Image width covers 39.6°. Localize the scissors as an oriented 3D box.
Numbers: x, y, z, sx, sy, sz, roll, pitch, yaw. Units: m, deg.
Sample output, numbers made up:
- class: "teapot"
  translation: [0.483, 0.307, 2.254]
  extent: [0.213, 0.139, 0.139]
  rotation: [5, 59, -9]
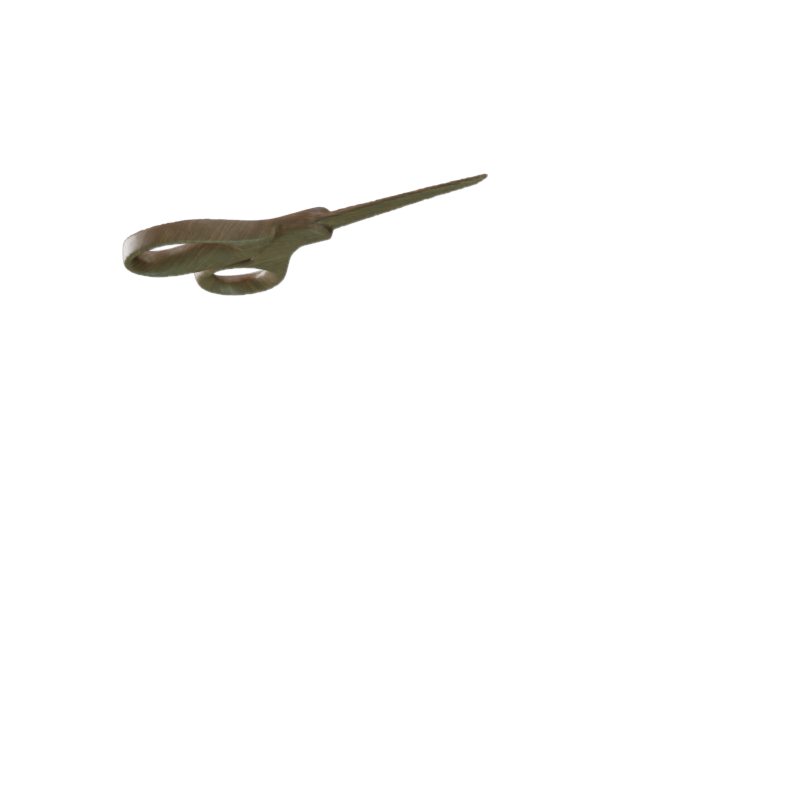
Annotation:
- class: "scissors"
  translation: [-0.044, -0.081, 0.564]
  extent: [0.205, 0.016, 0.090]
  rotation: [-5, -15, 20]
